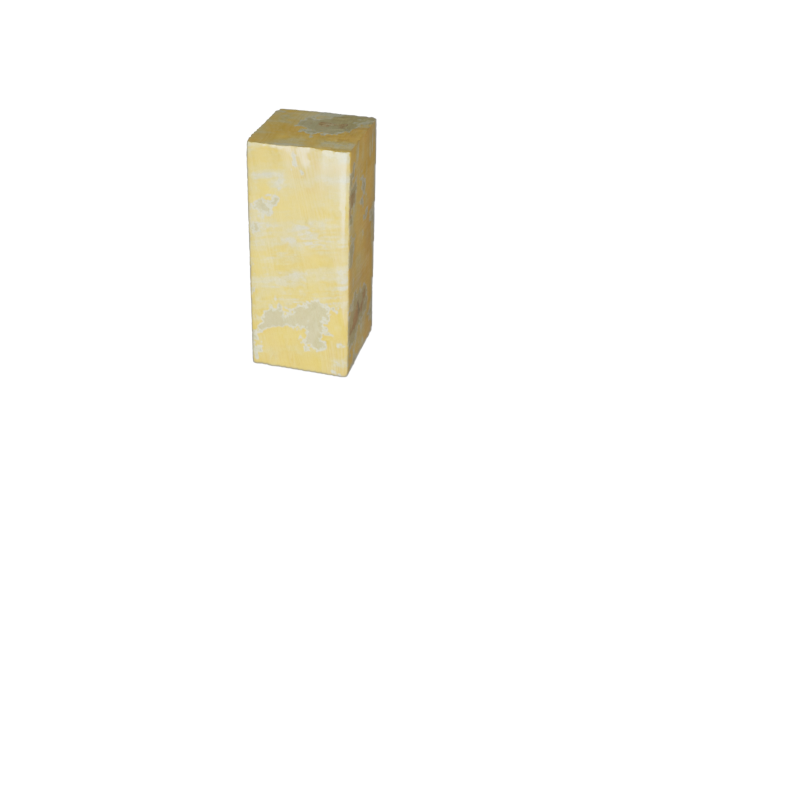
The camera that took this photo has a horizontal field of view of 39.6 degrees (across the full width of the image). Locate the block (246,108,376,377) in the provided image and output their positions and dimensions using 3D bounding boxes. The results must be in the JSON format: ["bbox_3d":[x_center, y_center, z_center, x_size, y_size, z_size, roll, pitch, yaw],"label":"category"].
[{"bbox_3d":[-0.075,-0.137,0.955,0.092,0.195,0.094,8,29,12],"label":"block"}]
